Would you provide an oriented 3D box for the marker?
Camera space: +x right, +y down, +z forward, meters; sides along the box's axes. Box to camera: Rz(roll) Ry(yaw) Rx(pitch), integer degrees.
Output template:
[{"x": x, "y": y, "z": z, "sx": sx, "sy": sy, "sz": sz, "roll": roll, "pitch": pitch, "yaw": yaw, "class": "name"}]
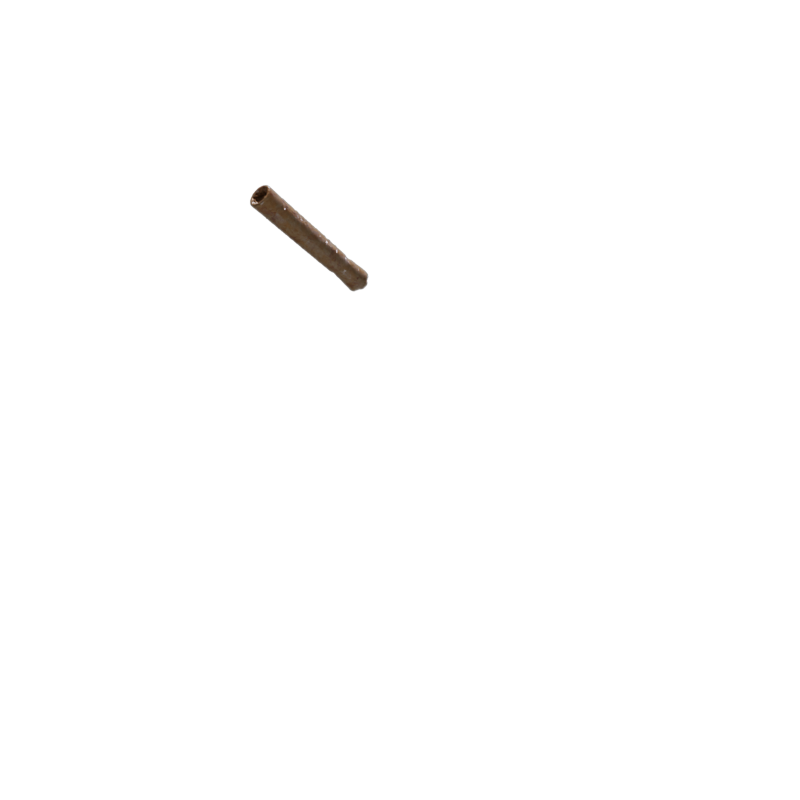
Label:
[{"x": -0.064, "y": -0.116, "z": 0.815, "sx": 0.021, "sy": 0.020, "sz": 0.113, "roll": 3, "pitch": -27, "yaw": 48, "class": "marker"}]
